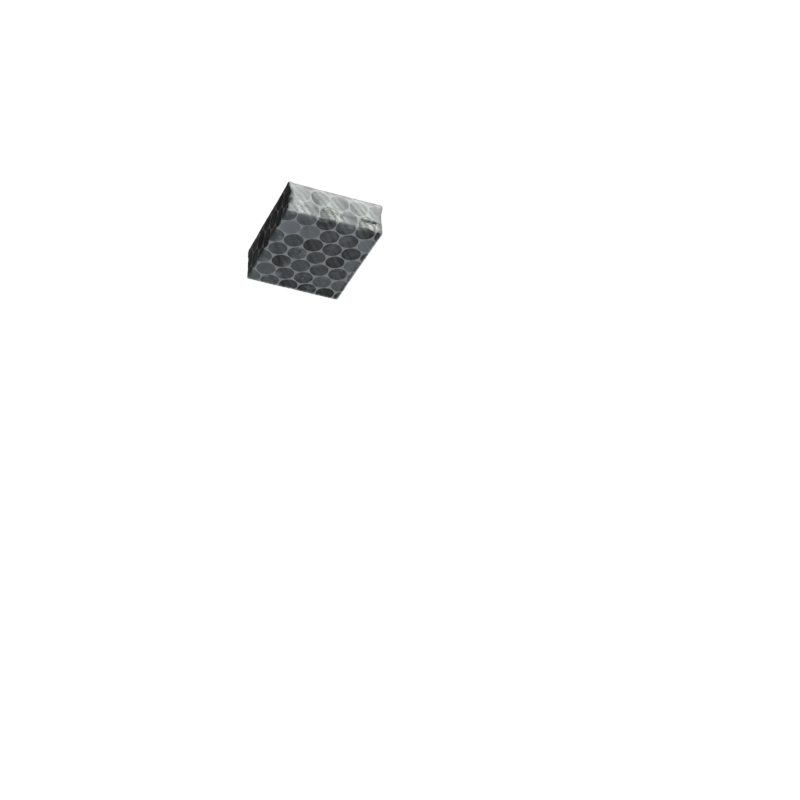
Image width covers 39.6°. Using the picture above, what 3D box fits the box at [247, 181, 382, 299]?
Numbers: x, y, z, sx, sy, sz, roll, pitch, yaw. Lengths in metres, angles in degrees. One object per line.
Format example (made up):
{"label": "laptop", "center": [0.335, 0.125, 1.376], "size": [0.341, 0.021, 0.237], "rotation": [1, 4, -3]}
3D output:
{"label": "box", "center": [-0.063, -0.115, 0.803], "size": [0.071, 0.032, 0.086], "rotation": [13, -36, -20]}
